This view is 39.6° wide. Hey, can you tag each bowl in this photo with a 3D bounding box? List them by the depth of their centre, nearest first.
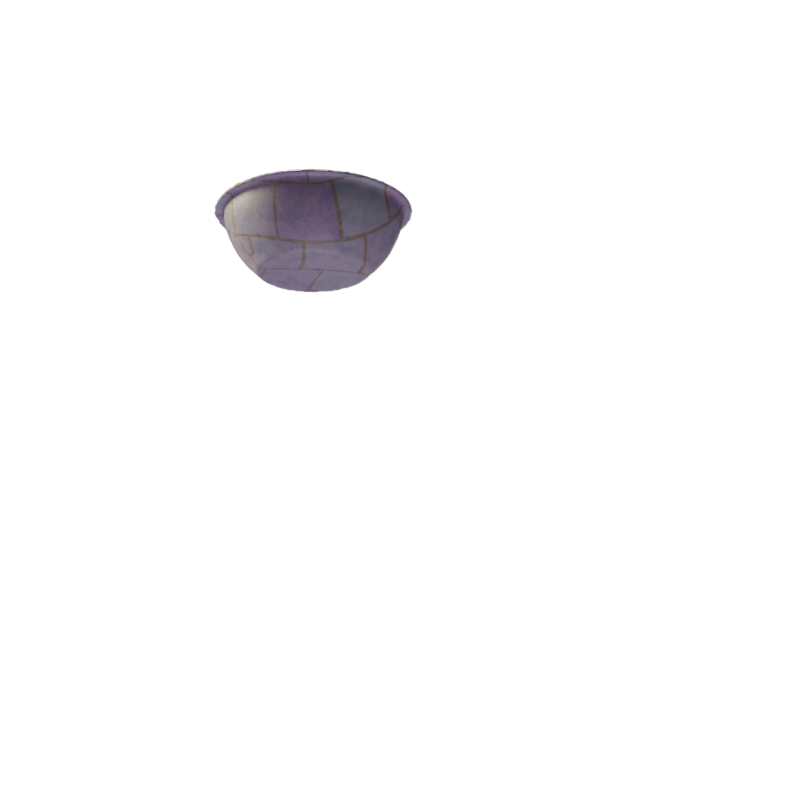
[{"bbox_3d":[-0.070,-0.128,0.900,0.162,0.058,0.155,0,-17,-2],"label":"bowl"}]
